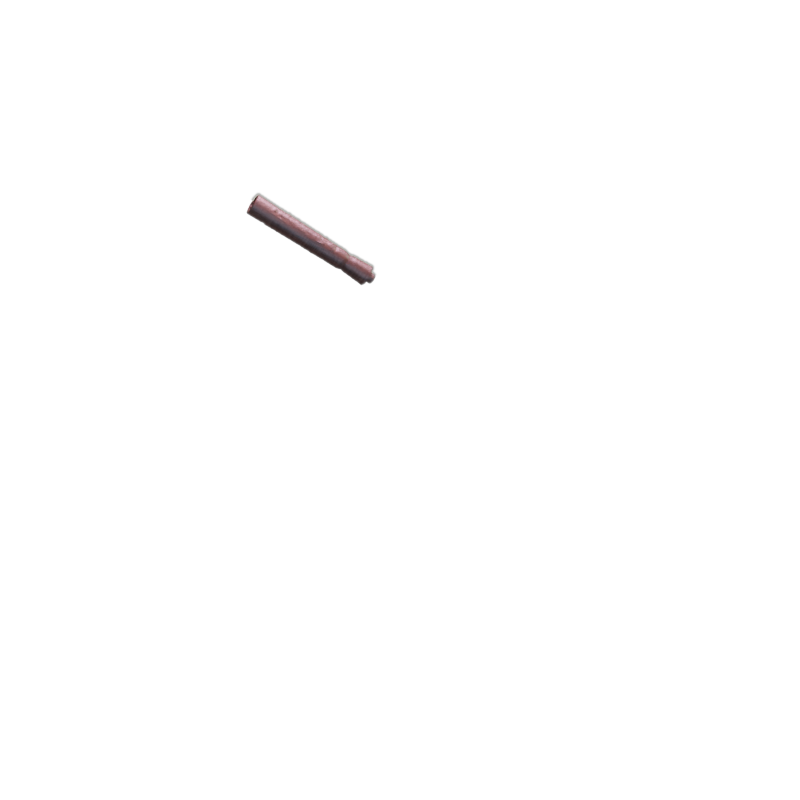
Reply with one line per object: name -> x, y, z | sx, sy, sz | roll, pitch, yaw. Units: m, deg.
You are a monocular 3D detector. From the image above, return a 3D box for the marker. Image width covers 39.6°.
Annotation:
marker -> -0.072, -0.132, 0.923 | 0.118, 0.020, 0.020 | 31, -4, -11
